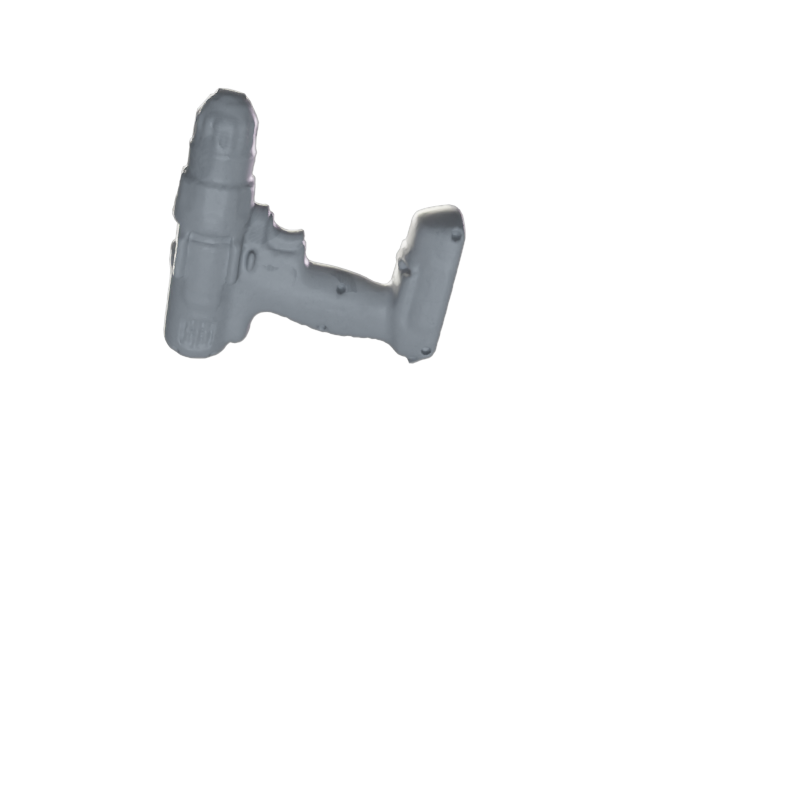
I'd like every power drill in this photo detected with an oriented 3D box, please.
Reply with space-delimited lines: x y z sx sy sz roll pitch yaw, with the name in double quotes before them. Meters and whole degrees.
"power drill" -0.057 -0.104 0.728 0.186 0.176 0.061 10 26 -5
